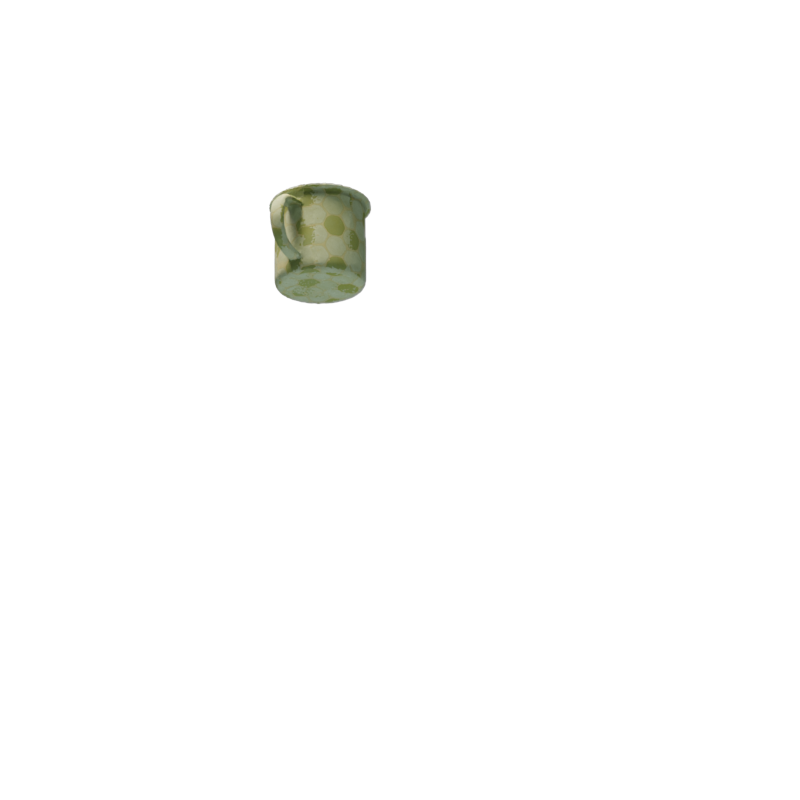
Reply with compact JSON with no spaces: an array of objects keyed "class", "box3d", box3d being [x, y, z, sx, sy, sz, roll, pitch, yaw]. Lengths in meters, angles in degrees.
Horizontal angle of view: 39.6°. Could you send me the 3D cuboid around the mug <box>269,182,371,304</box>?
[{"class":"mug","box3d":[-0.077,-0.141,0.986,0.095,0.086,0.109,-12,-24,26]}]
